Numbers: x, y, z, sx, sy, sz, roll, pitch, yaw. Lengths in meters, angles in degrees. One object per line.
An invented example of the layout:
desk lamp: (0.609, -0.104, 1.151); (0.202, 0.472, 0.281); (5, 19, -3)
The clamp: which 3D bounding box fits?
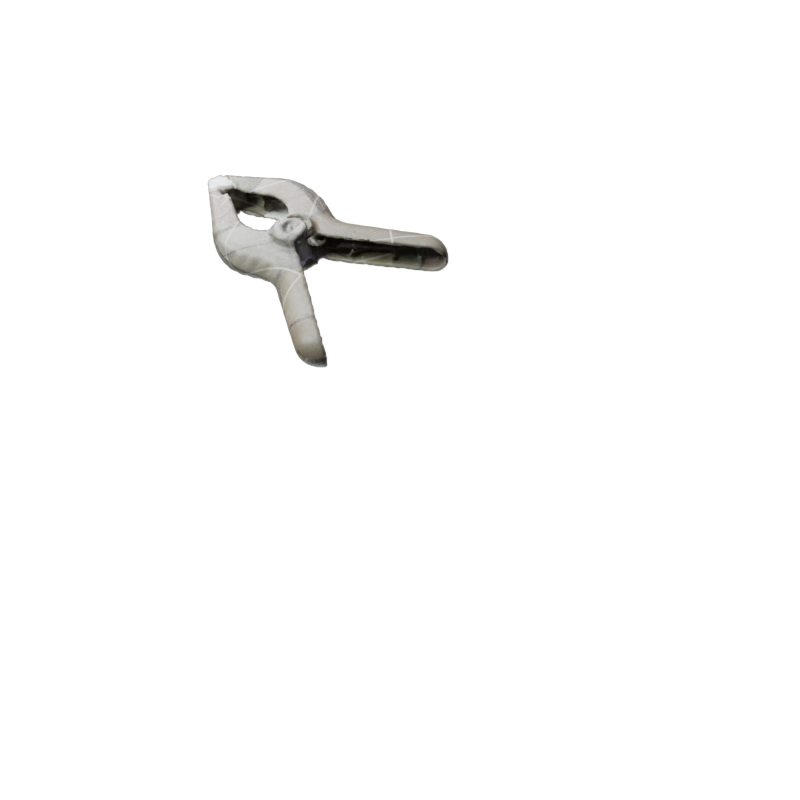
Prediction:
clamp: (-0.056, -0.103, 0.720); (0.120, 0.036, 0.184); (-28, 54, -23)
